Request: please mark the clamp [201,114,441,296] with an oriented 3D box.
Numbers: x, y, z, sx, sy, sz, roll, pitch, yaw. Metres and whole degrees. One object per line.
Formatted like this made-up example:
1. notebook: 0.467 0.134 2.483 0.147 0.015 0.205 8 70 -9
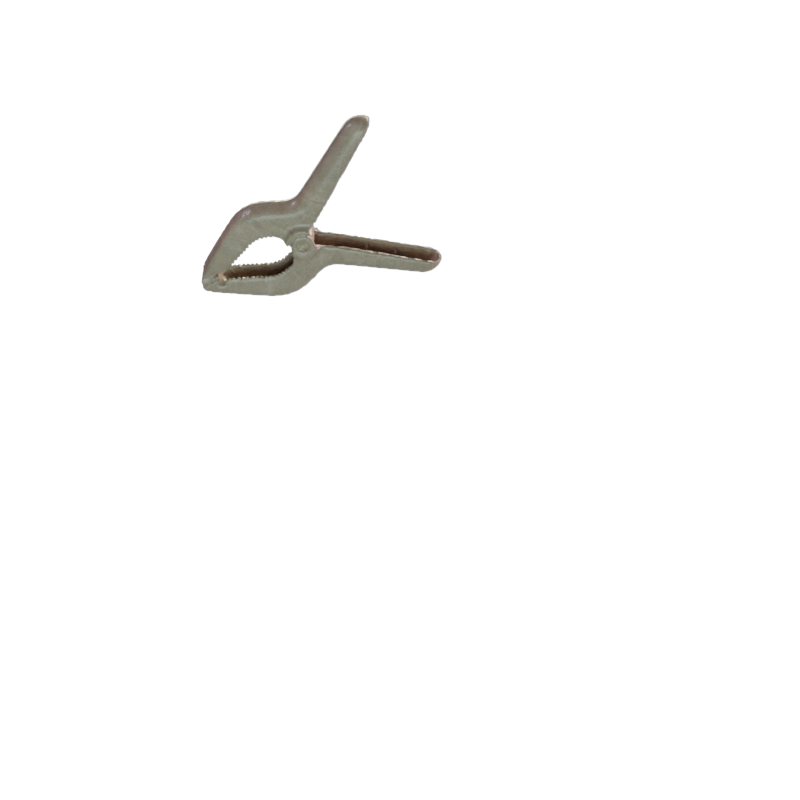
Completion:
1. clamp: -0.077 -0.141 0.986 0.210 0.154 0.039 -28 29 17
